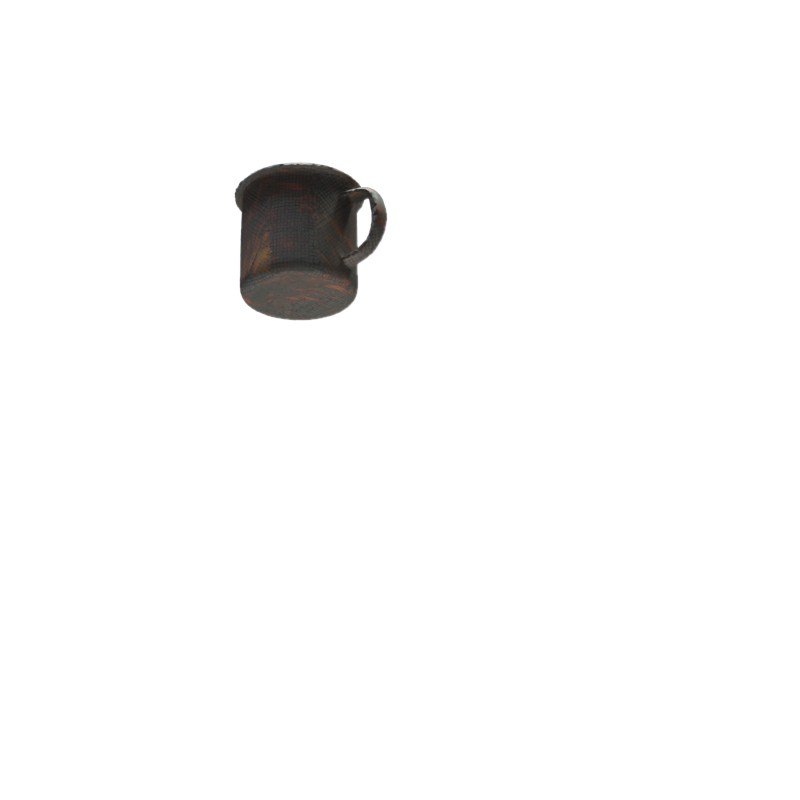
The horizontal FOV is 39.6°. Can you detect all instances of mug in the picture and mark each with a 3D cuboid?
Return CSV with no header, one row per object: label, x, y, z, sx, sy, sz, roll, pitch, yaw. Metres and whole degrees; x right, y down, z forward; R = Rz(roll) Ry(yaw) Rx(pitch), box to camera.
mug,-0.060,-0.110,0.770,0.119,0.086,0.087,-14,-28,28
